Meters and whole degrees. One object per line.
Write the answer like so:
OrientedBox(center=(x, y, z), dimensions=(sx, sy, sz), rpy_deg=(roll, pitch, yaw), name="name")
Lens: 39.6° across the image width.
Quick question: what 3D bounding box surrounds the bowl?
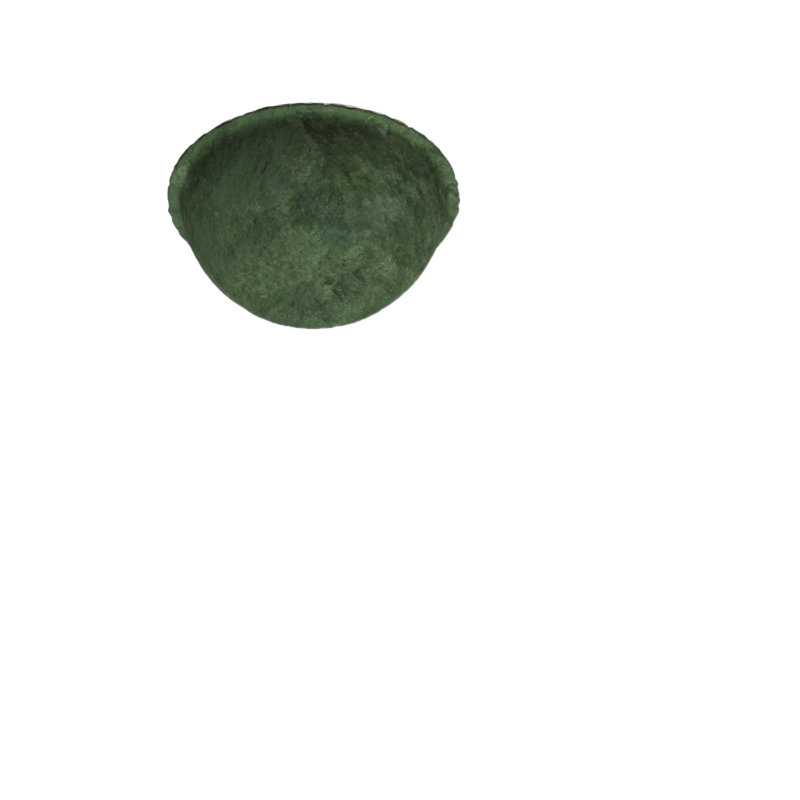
OrientedBox(center=(-0.047, -0.086, 0.600), dimensions=(0.162, 0.059, 0.152), rpy_deg=(1, -32, -2), name="bowl")
